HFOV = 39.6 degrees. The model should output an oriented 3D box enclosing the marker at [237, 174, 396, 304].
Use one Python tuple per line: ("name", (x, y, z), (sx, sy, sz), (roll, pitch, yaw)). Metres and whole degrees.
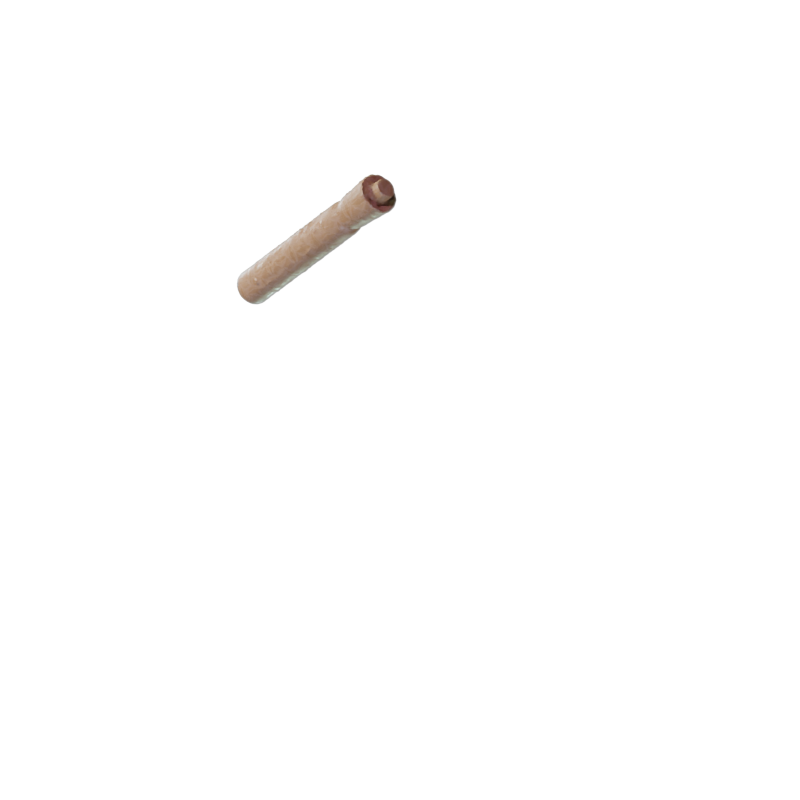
("marker", (-0.041, -0.076, 0.530), (0.019, 0.021, 0.120), (-2, -16, -38))
